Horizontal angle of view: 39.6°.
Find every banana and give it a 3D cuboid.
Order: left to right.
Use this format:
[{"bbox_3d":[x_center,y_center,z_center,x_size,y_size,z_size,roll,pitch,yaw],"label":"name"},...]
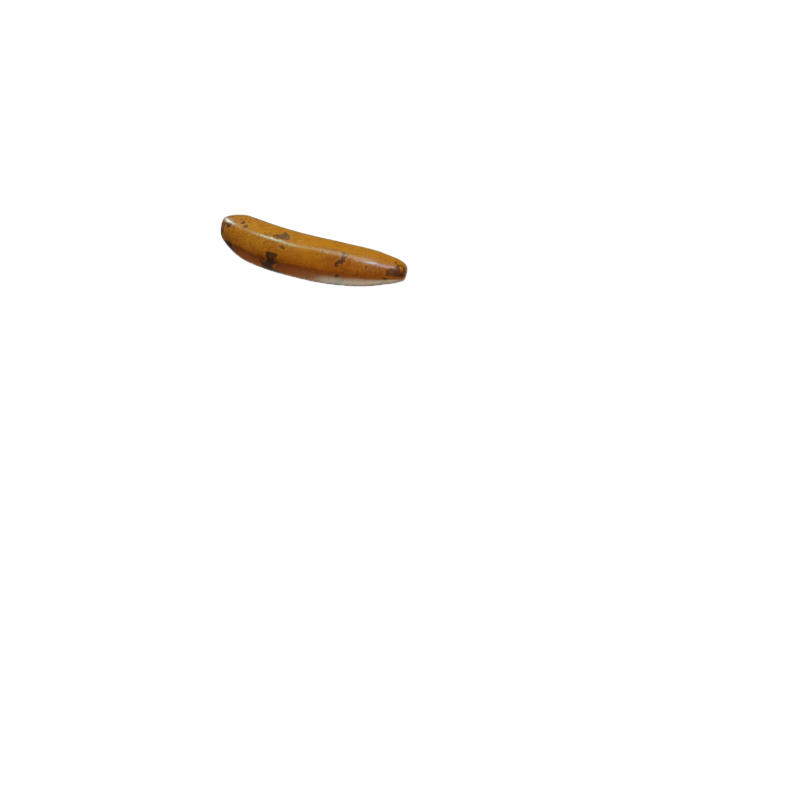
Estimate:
[{"bbox_3d":[-0.089,-0.130,0.940,0.210,0.035,0.069,23,35,36],"label":"banana"}]
